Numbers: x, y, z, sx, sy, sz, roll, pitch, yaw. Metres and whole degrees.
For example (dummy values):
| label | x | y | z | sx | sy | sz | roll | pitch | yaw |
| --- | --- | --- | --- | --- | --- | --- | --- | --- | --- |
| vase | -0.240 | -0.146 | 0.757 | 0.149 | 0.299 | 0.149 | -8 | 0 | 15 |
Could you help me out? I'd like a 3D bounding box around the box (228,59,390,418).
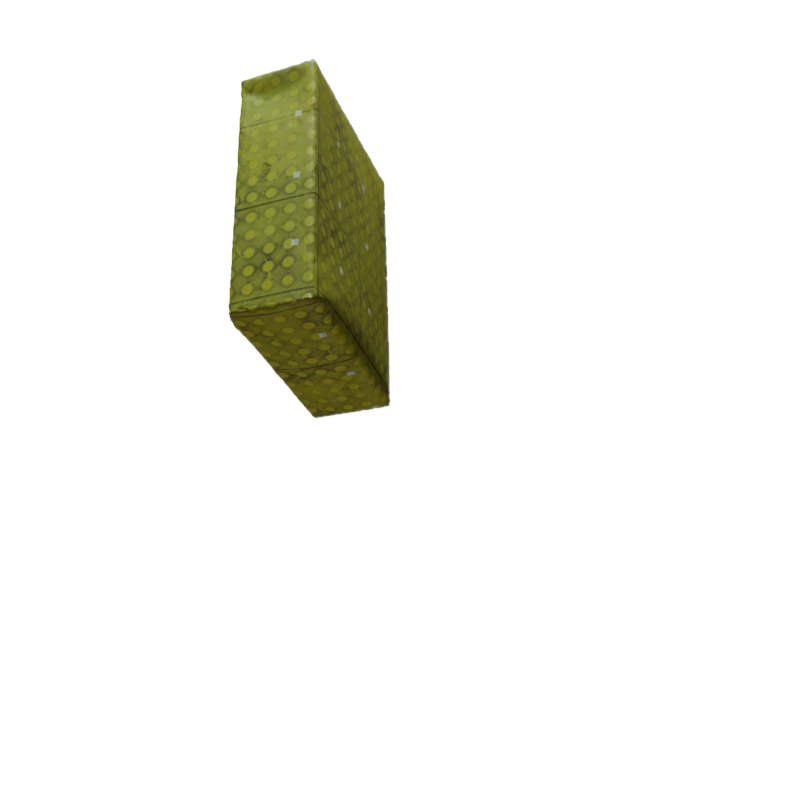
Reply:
| label | x | y | z | sx | sy | sz | roll | pitch | yaw |
| --- | --- | --- | --- | --- | --- | --- | --- | --- | --- |
| box | -0.065 | -0.119 | 0.834 | 0.073 | 0.228 | 0.152 | -12 | -33 | 15 |
